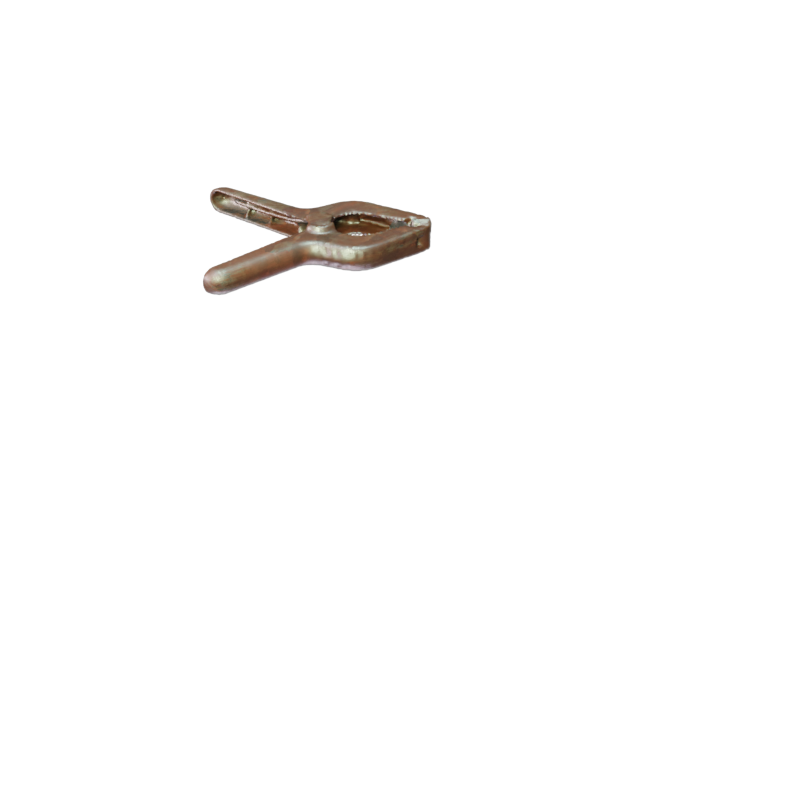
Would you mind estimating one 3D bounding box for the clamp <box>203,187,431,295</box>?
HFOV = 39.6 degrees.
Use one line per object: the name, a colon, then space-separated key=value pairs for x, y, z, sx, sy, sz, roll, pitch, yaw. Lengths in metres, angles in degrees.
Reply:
clamp: x=-0.078 y=-0.142 z=0.992 sx=0.211 sy=0.034 sz=0.175 roll=2 pitch=37 yaw=2
